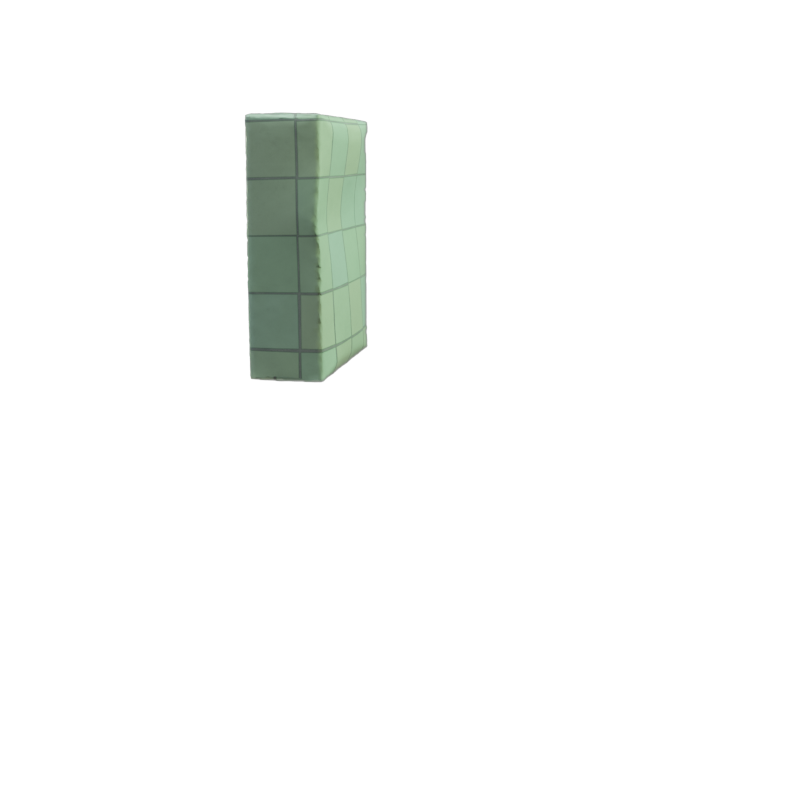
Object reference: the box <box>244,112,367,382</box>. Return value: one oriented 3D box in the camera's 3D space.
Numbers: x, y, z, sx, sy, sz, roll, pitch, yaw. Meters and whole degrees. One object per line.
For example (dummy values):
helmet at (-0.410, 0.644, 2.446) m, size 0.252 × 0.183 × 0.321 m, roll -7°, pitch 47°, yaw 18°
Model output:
box at (-0.074, -0.136, 0.949) m, size 0.073 × 0.211 × 0.164 m, roll 1°, pitch 7°, yaw 12°
